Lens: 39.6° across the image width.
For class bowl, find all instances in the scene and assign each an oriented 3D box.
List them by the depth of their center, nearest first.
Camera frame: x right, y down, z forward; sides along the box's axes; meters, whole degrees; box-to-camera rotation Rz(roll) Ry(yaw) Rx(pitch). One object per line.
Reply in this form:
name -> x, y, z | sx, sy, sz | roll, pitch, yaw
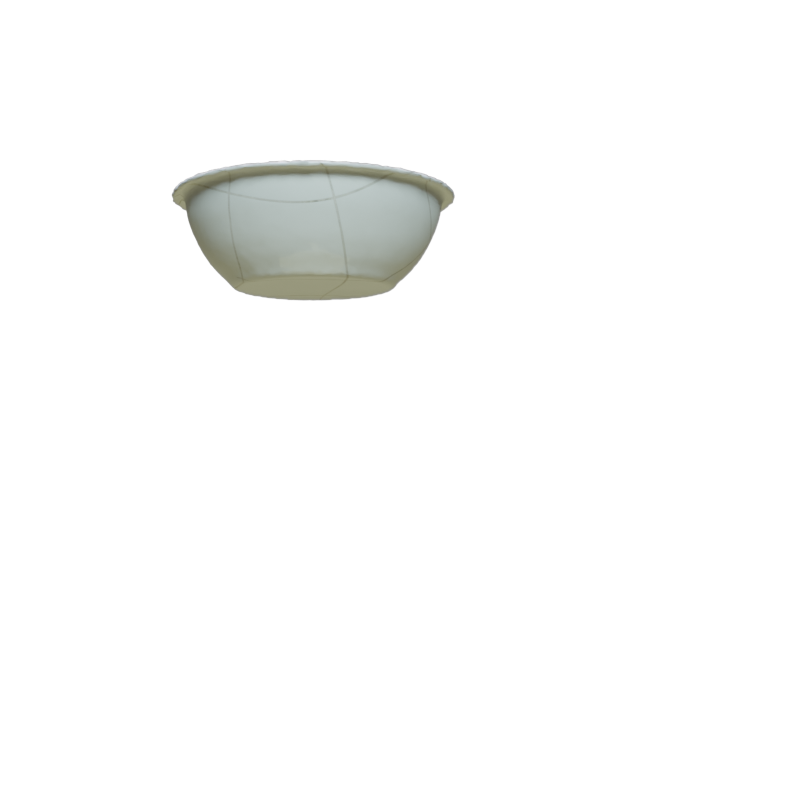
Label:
bowl -> -0.050, -0.090, 0.633 | 0.162, 0.056, 0.159 | 0, -4, -2
